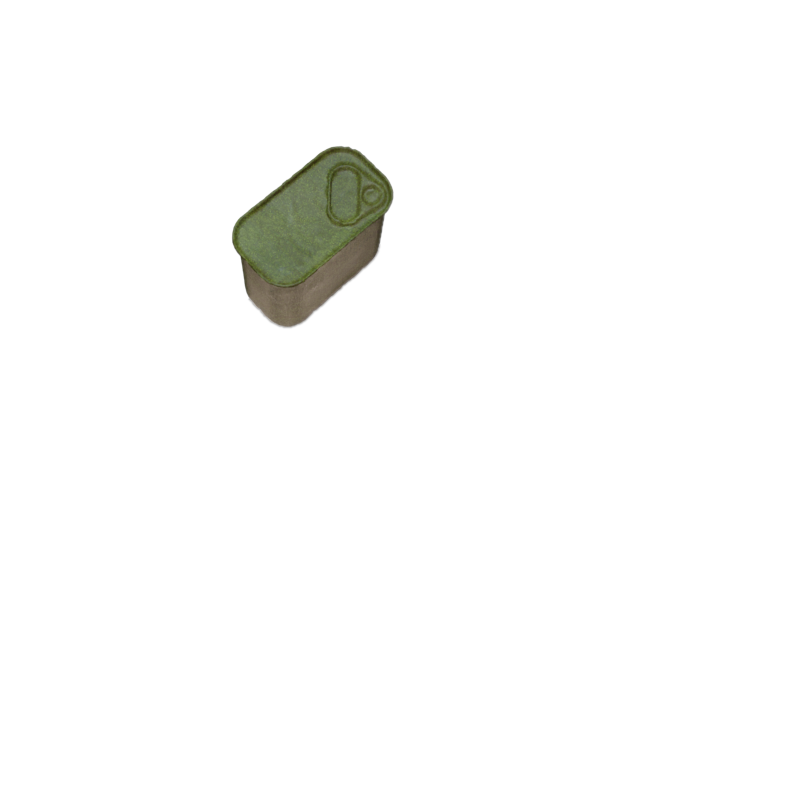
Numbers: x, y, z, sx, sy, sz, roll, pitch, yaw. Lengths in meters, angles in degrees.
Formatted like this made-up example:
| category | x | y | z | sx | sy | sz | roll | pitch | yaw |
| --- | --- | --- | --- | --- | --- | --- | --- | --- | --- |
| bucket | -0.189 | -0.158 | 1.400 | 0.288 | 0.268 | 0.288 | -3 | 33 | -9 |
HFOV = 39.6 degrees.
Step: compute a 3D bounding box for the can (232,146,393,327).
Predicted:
| category | x | y | z | sx | sy | sz | roll | pitch | yaw |
| --- | --- | --- | --- | --- | --- | --- | --- | --- | --- |
| can | -0.056 | -0.102 | 0.711 | 0.103 | 0.060 | 0.080 | -42 | -12 | -15 |
